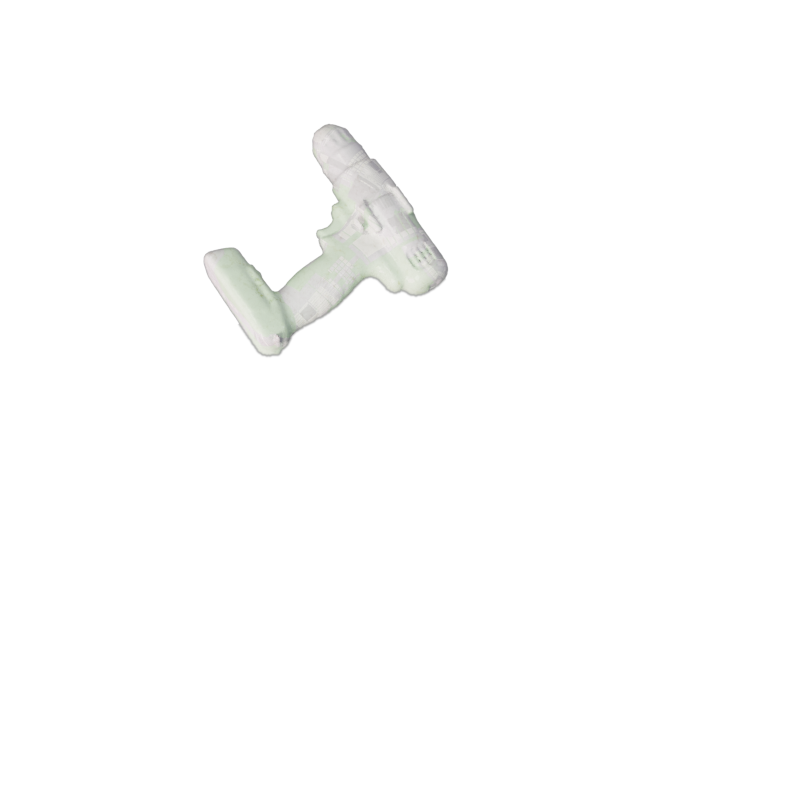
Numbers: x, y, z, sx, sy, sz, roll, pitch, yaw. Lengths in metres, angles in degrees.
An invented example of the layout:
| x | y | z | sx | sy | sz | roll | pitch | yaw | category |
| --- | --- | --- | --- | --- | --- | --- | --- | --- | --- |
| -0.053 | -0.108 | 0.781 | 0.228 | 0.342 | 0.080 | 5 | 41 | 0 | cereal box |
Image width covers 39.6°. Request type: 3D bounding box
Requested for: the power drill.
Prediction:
| x | y | z | sx | sy | sz | roll | pitch | yaw | category |
| --- | --- | --- | --- | --- | --- | --- | --- | --- | --- |
| -0.077 | -0.141 | 0.987 | 0.188 | 0.194 | 0.055 | -32 | -18 | -12 | power drill |
